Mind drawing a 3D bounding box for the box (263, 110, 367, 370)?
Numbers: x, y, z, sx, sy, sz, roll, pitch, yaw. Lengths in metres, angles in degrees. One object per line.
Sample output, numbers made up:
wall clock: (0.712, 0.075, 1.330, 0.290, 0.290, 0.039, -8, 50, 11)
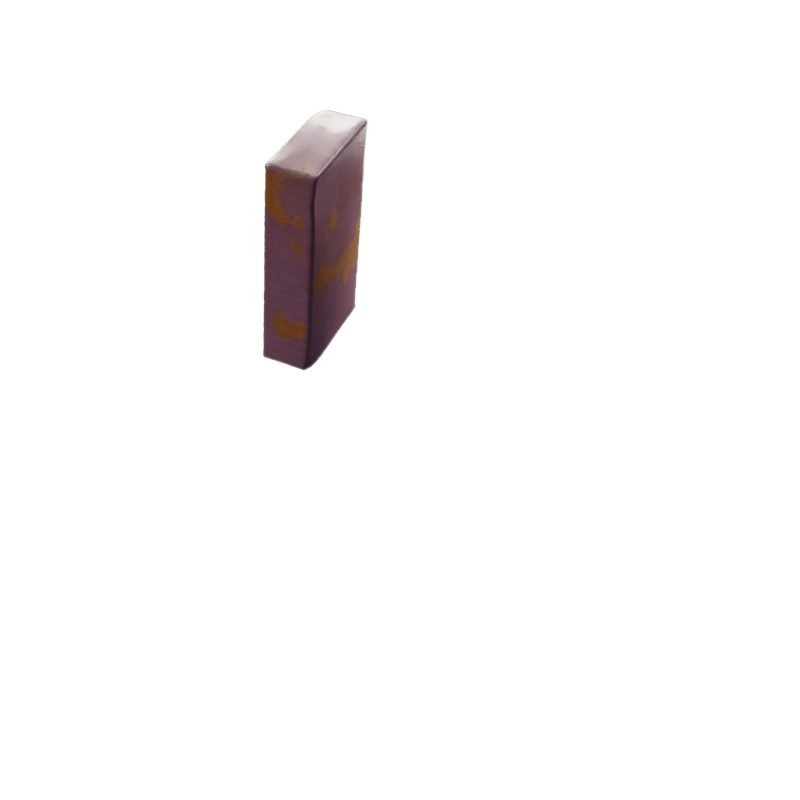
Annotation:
box: (-0.065, -0.118, 0.823, 0.050, 0.165, 0.097, 16, 40, 16)
